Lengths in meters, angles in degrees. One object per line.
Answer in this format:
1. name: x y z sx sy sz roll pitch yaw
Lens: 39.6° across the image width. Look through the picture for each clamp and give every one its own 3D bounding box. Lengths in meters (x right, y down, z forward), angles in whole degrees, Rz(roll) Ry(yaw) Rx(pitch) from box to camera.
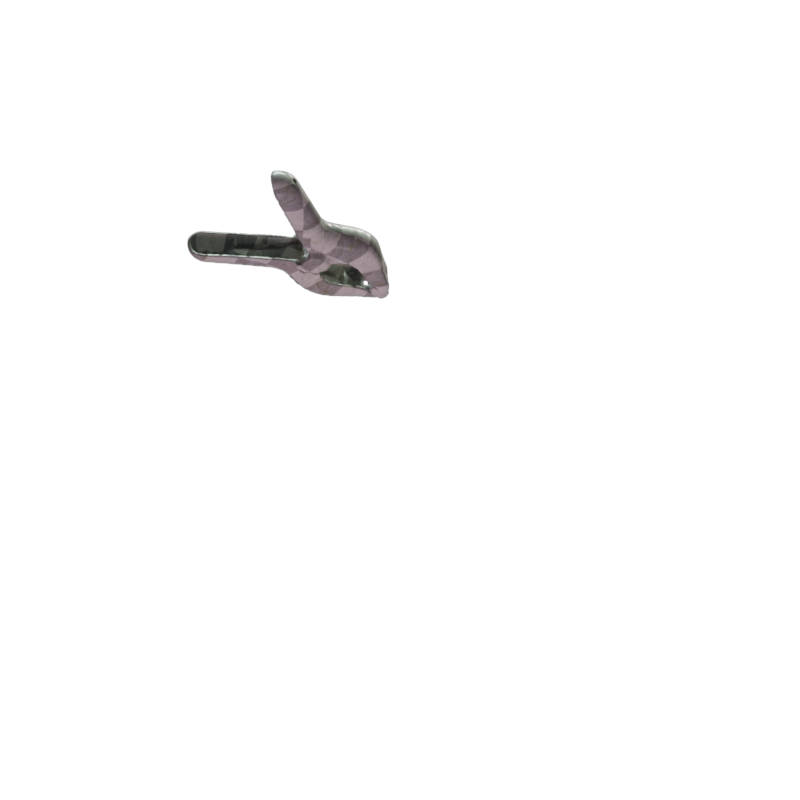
1. clamp: -0.069 -0.126 0.880 0.163 0.041 0.119 13 -26 -30
